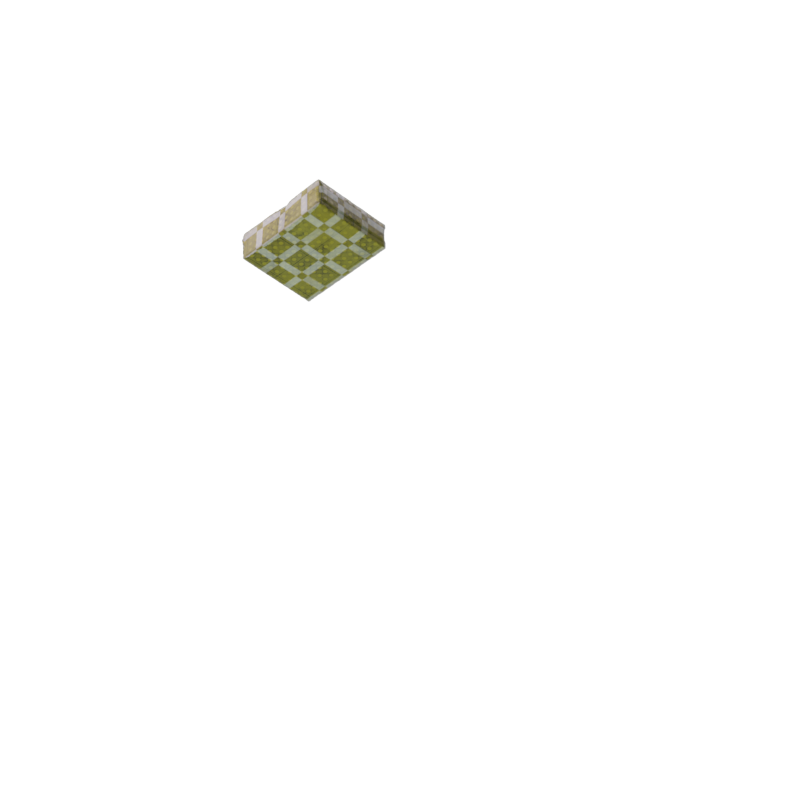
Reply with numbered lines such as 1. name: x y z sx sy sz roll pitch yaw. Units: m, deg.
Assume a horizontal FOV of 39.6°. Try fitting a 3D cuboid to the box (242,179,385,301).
1. box: -0.068 -0.123 0.864 0.089 0.032 0.068 -31 -48 33
